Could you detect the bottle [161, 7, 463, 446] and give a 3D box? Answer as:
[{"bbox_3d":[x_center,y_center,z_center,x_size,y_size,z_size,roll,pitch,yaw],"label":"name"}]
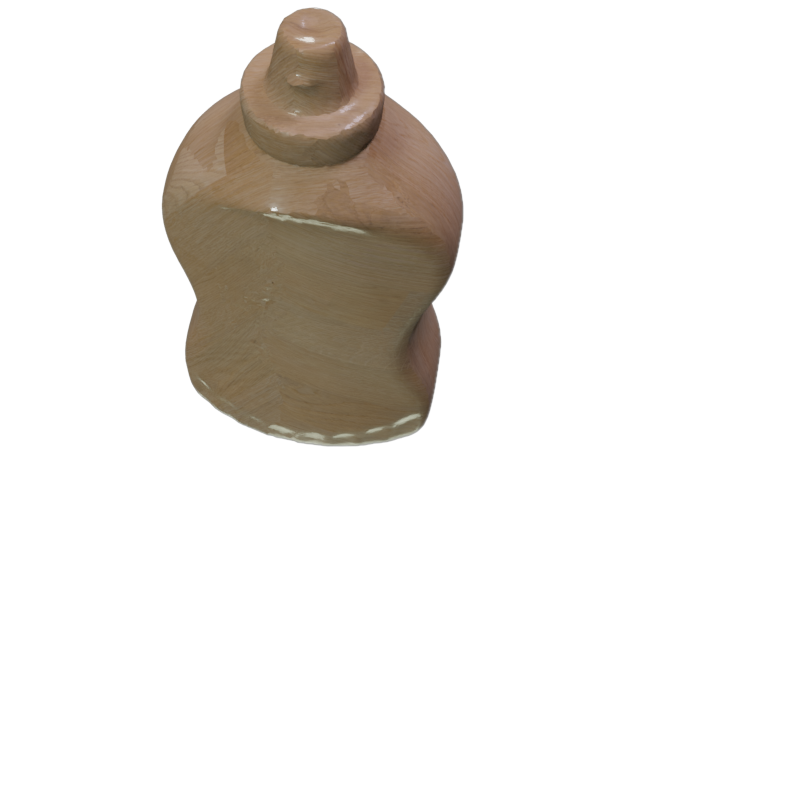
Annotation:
[{"bbox_3d":[-0.029,-0.052,0.369,0.097,0.061,0.180,13,-32,5],"label":"bottle"}]
